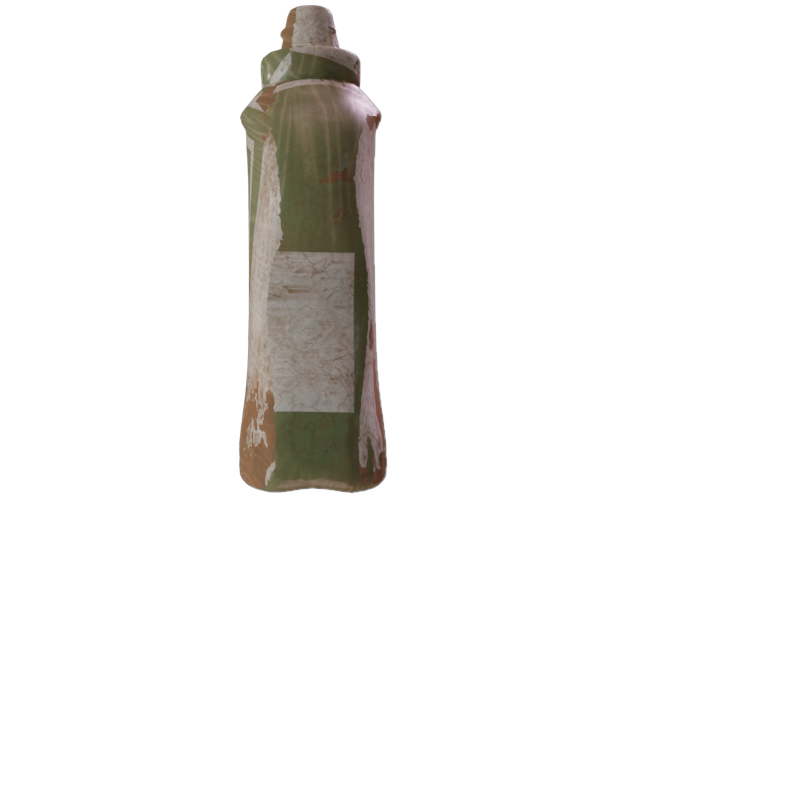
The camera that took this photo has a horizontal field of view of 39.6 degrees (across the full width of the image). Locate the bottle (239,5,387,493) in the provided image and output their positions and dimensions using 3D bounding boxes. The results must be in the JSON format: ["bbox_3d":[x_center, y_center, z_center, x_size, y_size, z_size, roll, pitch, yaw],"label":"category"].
[{"bbox_3d":[-0.035,-0.064,0.445,0.058,0.195,0.095,0,-5,-2],"label":"bottle"}]
